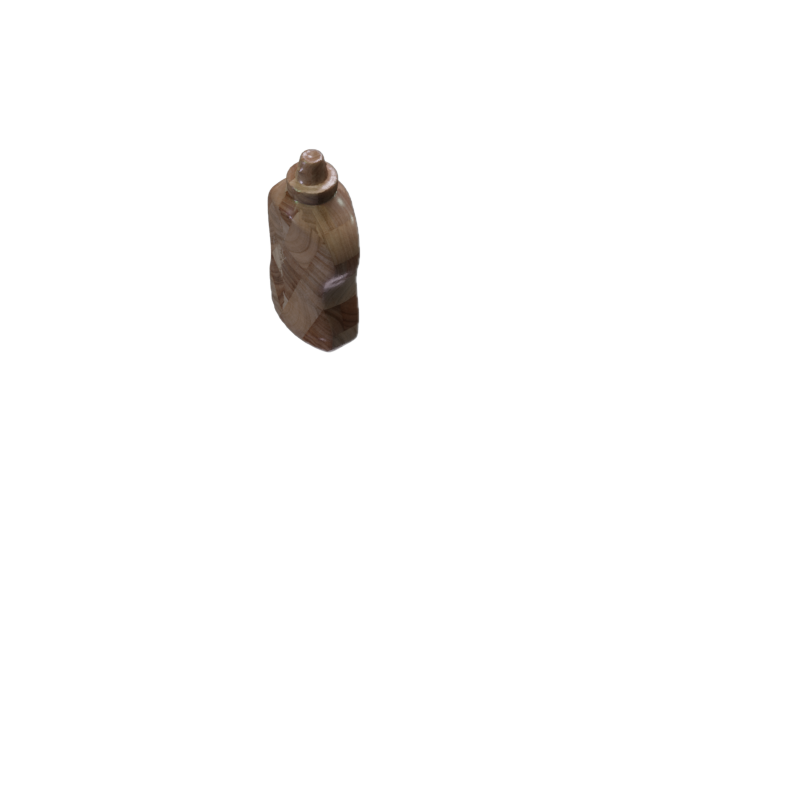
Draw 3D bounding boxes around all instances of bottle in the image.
[{"bbox_3d":[-0.072,-0.131,0.919,0.058,0.103,0.179,-26,-33,-23],"label":"bottle"}]
